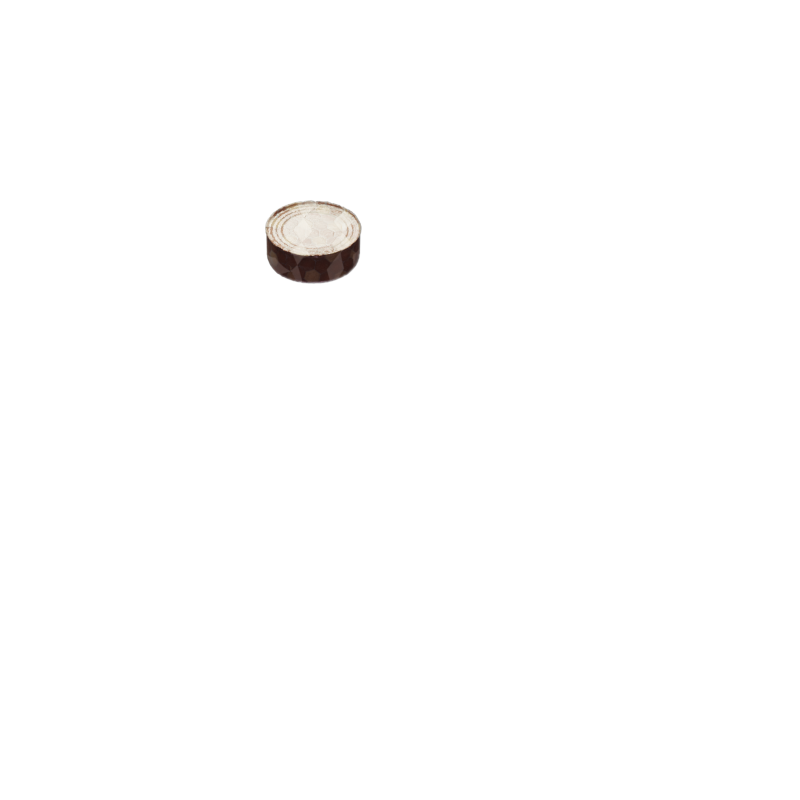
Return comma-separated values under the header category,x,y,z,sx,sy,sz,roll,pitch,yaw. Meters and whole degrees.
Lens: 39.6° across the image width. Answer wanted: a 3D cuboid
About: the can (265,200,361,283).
category,x,y,z,sx,sy,sz,roll,pitch,yaw
can,-0.078,-0.142,0.995,0.086,0.031,0.092,-1,40,-2
